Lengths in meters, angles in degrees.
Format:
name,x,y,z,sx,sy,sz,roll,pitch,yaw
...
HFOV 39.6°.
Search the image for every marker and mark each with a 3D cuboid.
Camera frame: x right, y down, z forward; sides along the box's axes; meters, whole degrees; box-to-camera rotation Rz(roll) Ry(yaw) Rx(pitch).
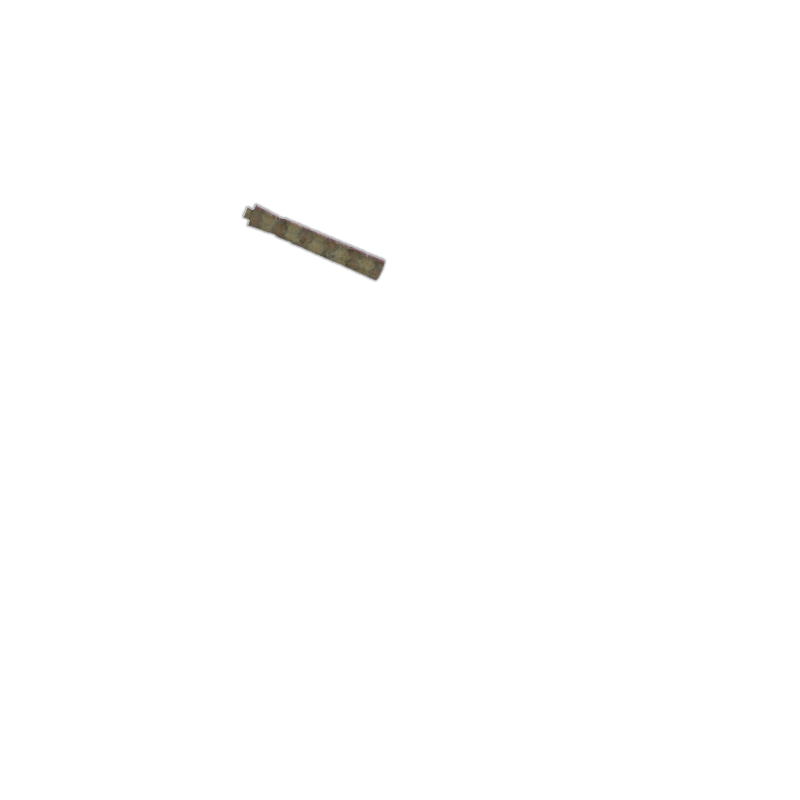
name,x,y,z,sx,sy,sz,roll,pitch,yaw
marker,-0.071,-0.129,0.902,0.120,0.020,0.020,23,1,-4
